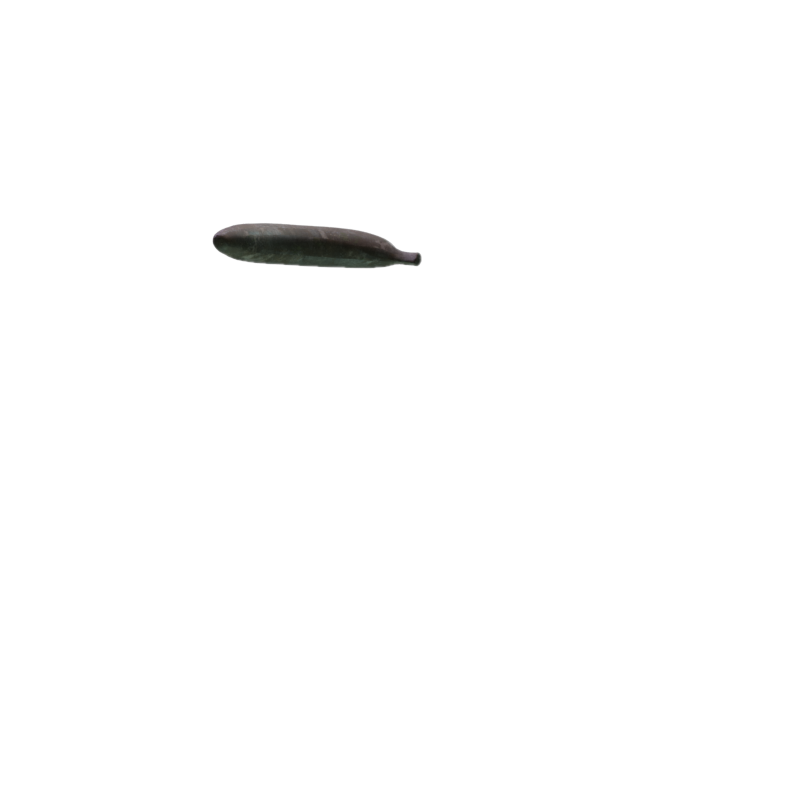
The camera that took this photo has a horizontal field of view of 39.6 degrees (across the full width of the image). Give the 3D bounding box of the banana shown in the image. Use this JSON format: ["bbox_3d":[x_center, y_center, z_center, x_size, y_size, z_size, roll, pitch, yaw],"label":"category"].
[{"bbox_3d":[-0.081,-0.138,0.985,0.191,0.037,0.071,0,0,-26],"label":"banana"}]
